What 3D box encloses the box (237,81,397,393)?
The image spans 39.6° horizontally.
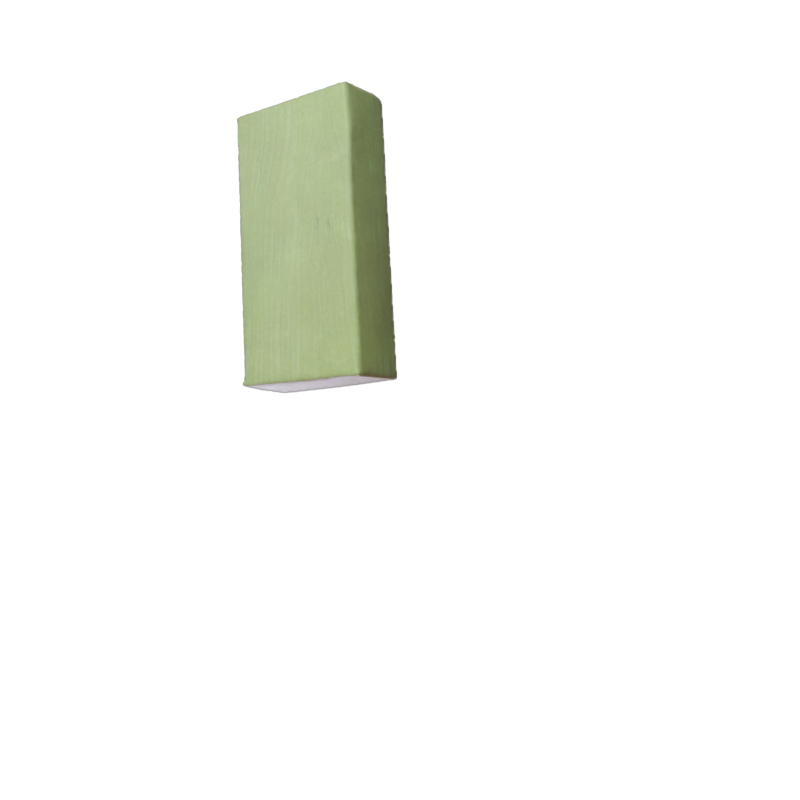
[{"bbox_3d":[-0.053,-0.097,0.679,0.096,0.182,0.045,-11,-17,36],"label":"box"}]
